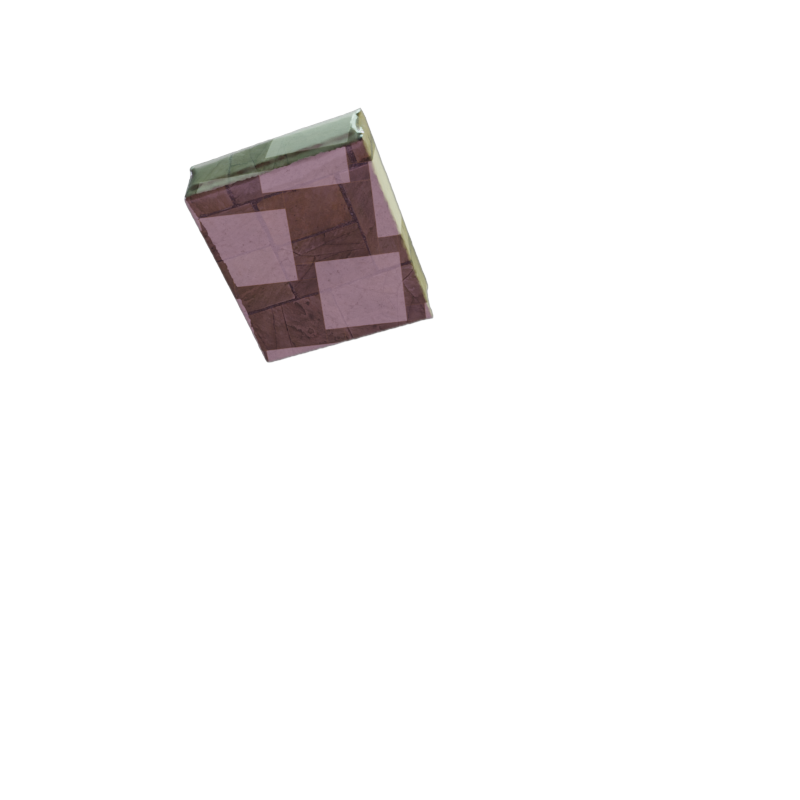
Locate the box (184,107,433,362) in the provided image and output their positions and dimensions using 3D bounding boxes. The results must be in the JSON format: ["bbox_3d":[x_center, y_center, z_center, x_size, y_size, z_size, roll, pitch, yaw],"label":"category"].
[{"bbox_3d":[-0.035,-0.063,0.443,0.073,0.083,0.032,-16,34,11],"label":"box"}]
